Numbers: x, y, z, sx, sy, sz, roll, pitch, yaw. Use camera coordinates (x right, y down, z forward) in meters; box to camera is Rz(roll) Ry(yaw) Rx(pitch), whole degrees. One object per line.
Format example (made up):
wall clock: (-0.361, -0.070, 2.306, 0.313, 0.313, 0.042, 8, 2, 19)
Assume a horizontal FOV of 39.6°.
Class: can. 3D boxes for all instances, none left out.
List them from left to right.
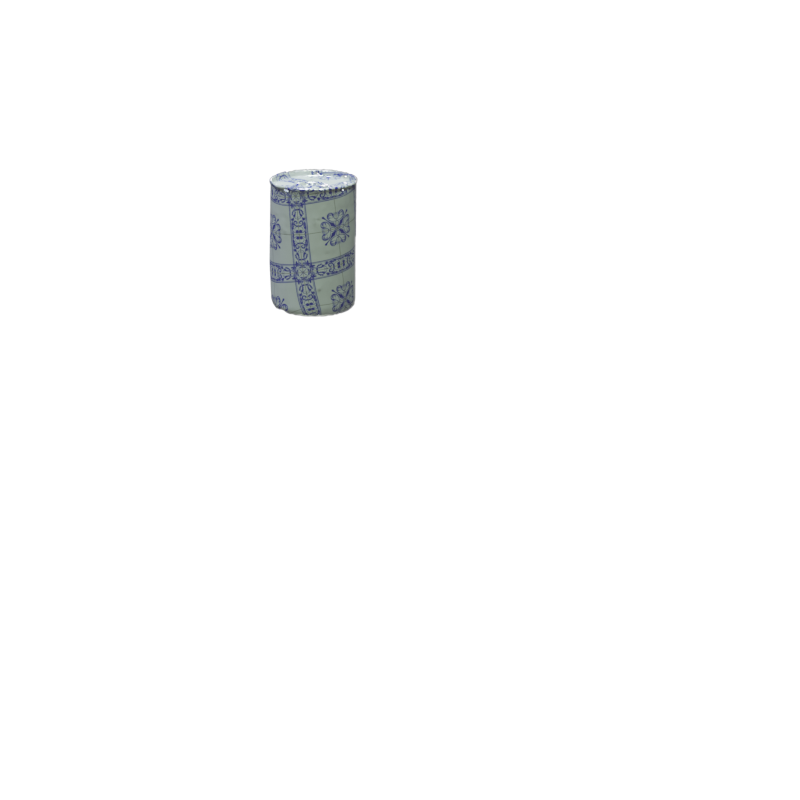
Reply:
can: (-0.068, -0.124, 0.866, 0.068, 0.098, 0.071, 0, 19, -2)
